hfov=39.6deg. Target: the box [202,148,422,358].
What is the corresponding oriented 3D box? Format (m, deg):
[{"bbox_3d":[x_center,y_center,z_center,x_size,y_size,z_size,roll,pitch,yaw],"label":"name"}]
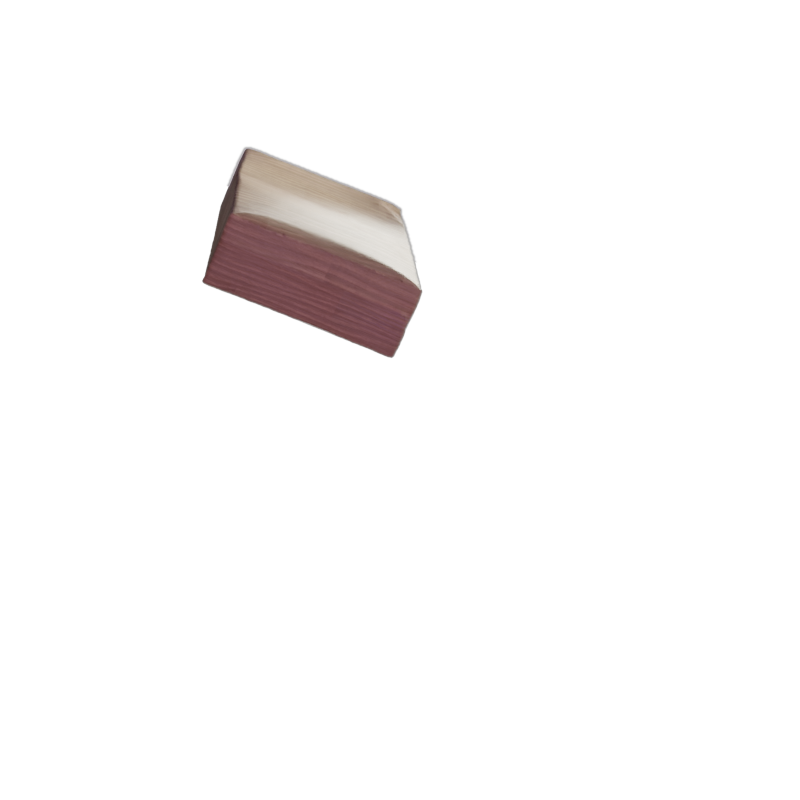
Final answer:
[{"bbox_3d":[-0.074,-0.135,0.946,0.161,0.070,0.225,20,23,-11],"label":"box"}]
